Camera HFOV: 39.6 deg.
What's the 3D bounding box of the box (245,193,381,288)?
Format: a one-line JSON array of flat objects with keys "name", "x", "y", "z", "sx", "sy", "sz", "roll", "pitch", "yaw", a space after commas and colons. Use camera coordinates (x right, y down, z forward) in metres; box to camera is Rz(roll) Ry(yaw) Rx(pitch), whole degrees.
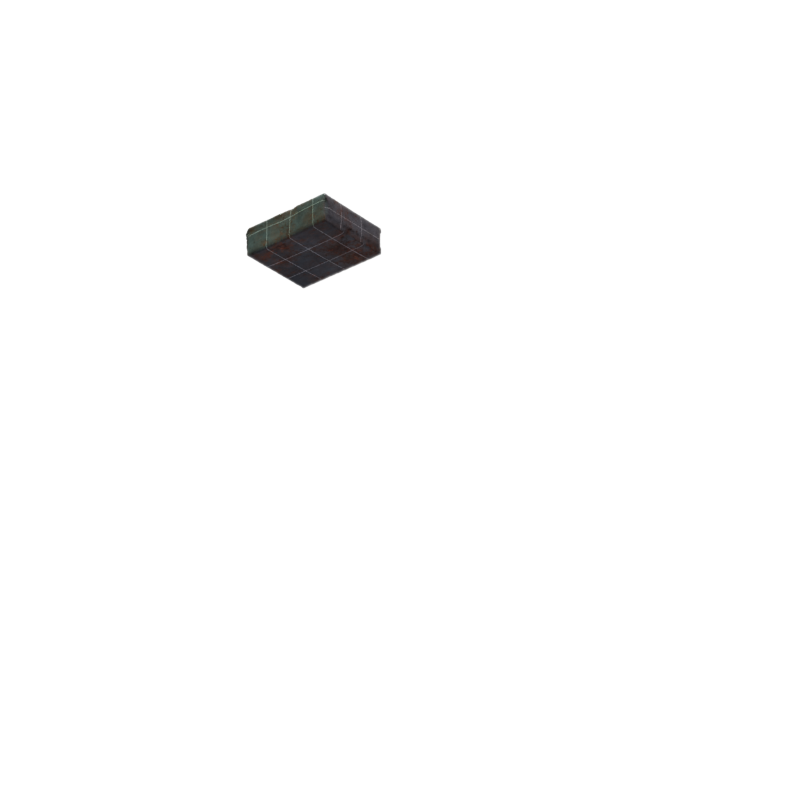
[{"name": "box", "x": -0.072, "y": -0.132, "z": 0.923, "sx": 0.090, "sy": 0.032, "sz": 0.068, "roll": -19, "pitch": -31, "yaw": 35}]
